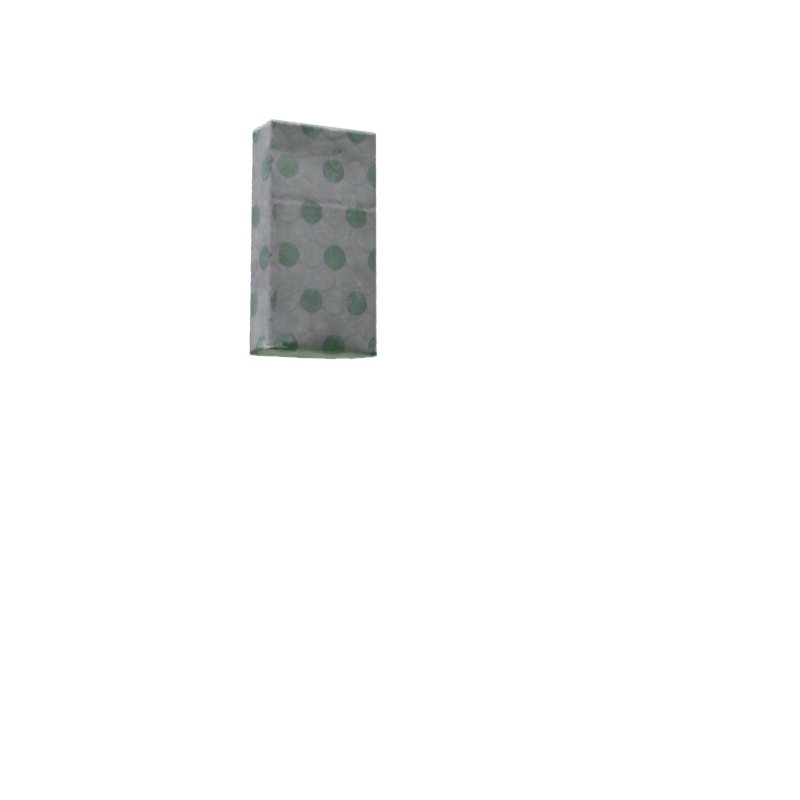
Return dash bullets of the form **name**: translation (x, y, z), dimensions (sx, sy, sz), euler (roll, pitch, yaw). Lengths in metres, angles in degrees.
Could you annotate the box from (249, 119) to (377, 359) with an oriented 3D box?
- **box**: translation (-0.067, -0.122, 0.852), dimensions (0.090, 0.181, 0.048), euler (4, -12, -26)
